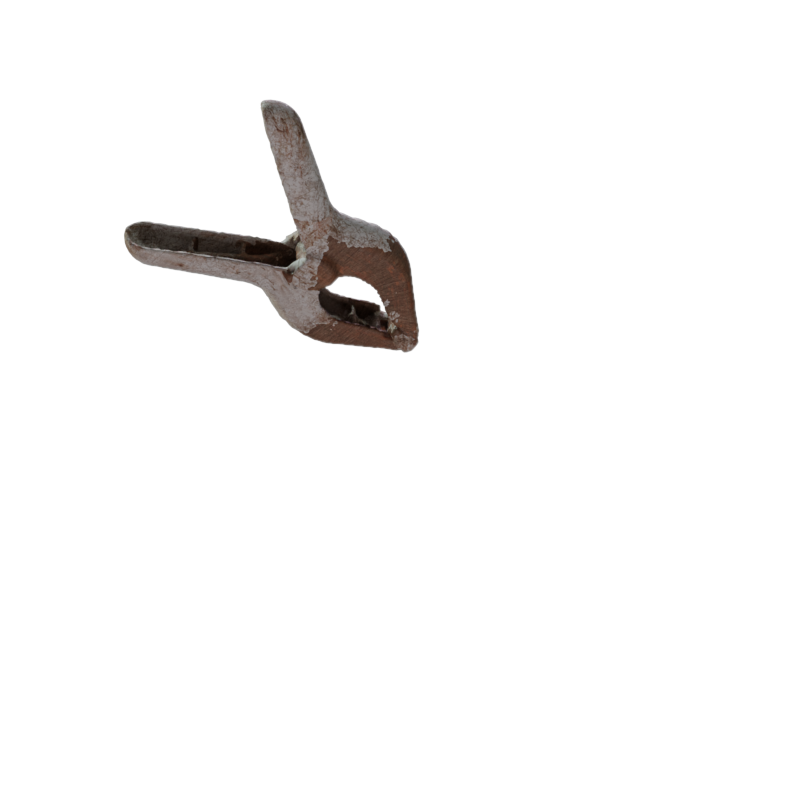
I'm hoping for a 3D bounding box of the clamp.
[{"bbox_3d":[-0.046,-0.084,0.590,0.163,0.042,0.118,26,-47,-27],"label":"clamp"}]
